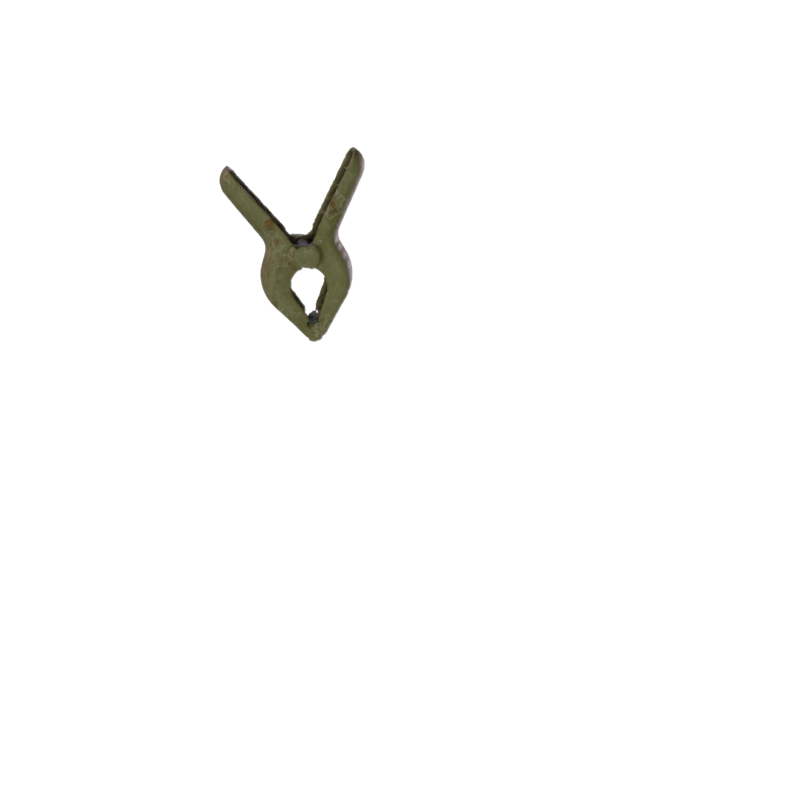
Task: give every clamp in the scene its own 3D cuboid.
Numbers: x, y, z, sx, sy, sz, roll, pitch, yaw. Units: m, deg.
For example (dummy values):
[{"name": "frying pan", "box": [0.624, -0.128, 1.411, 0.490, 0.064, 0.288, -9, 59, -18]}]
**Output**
[{"name": "clamp", "box": [-0.074, -0.135, 0.945, 0.120, 0.161, 0.041, -13, 26, 6]}]
